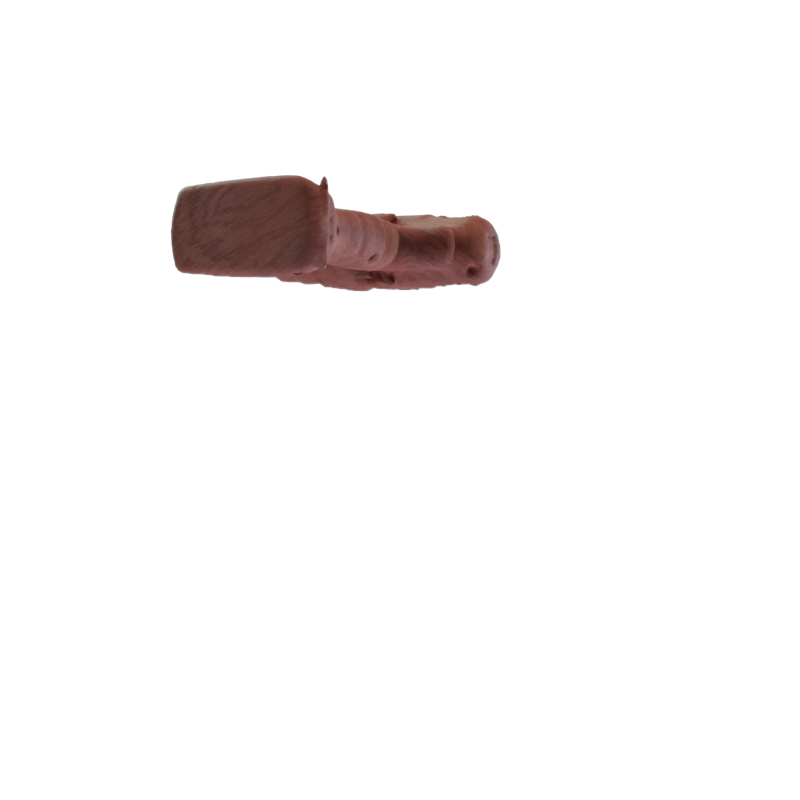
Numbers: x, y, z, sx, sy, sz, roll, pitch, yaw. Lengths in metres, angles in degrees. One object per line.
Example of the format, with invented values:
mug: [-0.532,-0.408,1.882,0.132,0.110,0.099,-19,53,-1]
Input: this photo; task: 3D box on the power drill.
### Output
power drill: [-0.055,-0.101,0.705,0.191,0.058,0.180,1,3,35]
